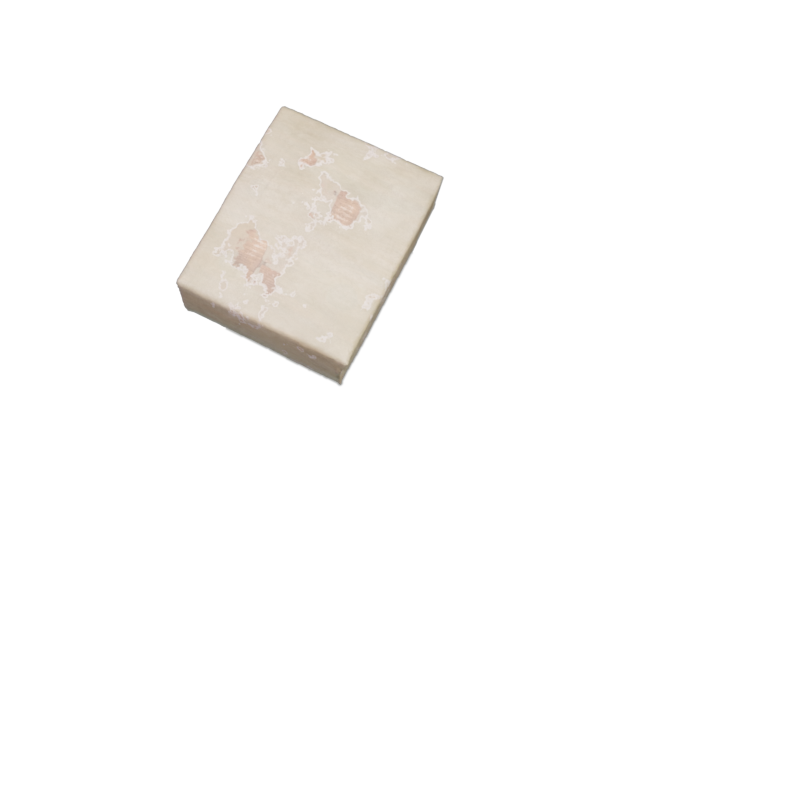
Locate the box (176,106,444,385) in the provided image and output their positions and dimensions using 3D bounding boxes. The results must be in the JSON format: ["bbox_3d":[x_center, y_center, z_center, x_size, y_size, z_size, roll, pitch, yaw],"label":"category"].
[{"bbox_3d":[-0.043,-0.077,0.542,0.092,0.117,0.037,24,-20,9],"label":"box"}]
